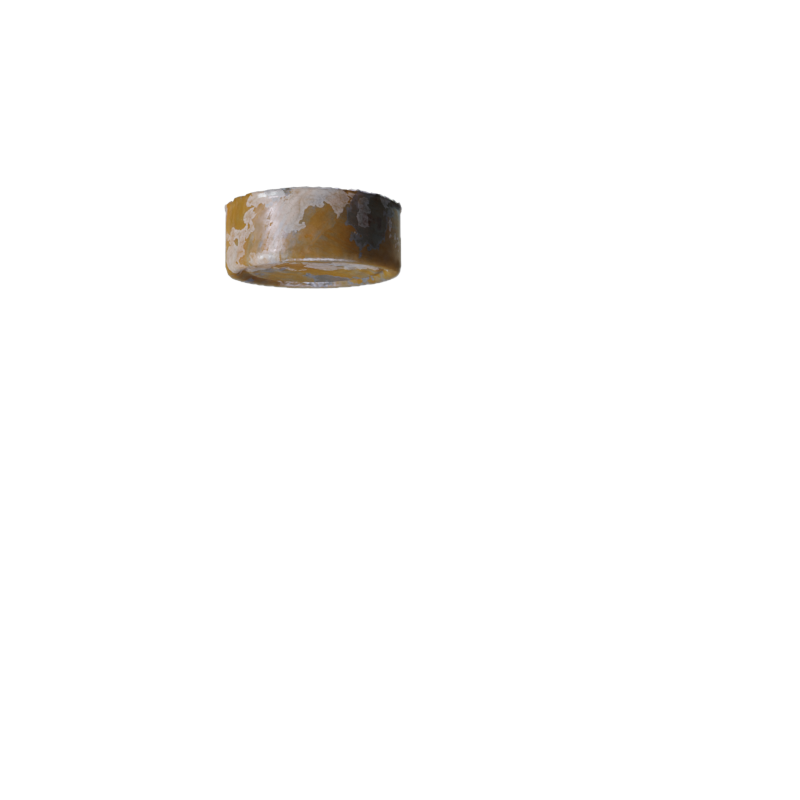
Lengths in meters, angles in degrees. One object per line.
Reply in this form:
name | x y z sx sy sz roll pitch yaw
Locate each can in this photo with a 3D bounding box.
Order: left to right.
can | -0.042 -0.076 0.534 0.086 0.034 0.084 0 -4 -2
